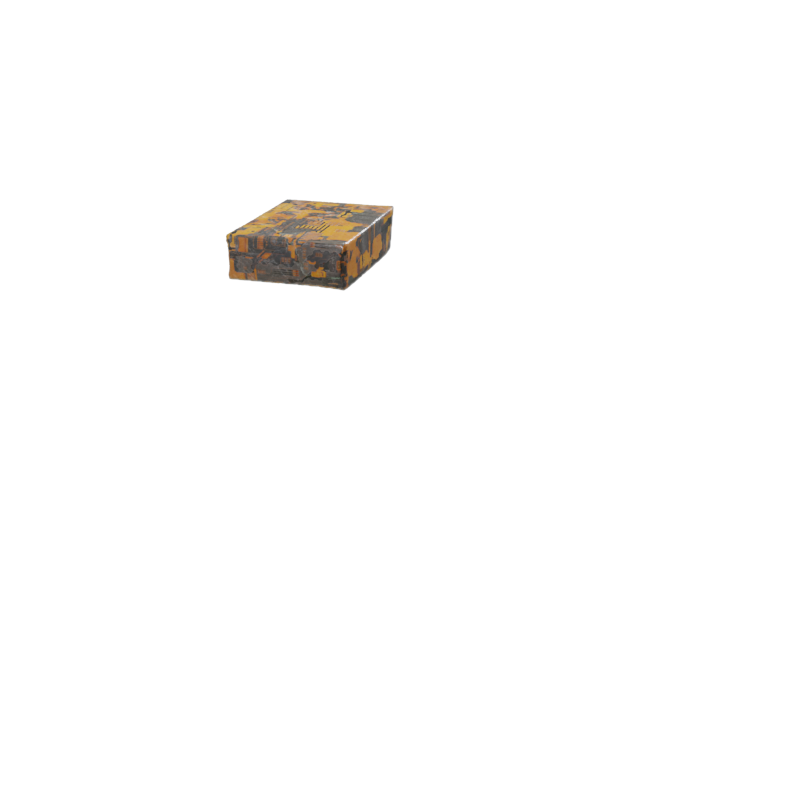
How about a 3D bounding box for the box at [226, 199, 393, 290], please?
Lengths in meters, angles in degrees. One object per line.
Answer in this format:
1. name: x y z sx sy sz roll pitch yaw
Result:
1. box: -0.063 -0.116 0.812 0.092 0.037 0.115 7 22 18
